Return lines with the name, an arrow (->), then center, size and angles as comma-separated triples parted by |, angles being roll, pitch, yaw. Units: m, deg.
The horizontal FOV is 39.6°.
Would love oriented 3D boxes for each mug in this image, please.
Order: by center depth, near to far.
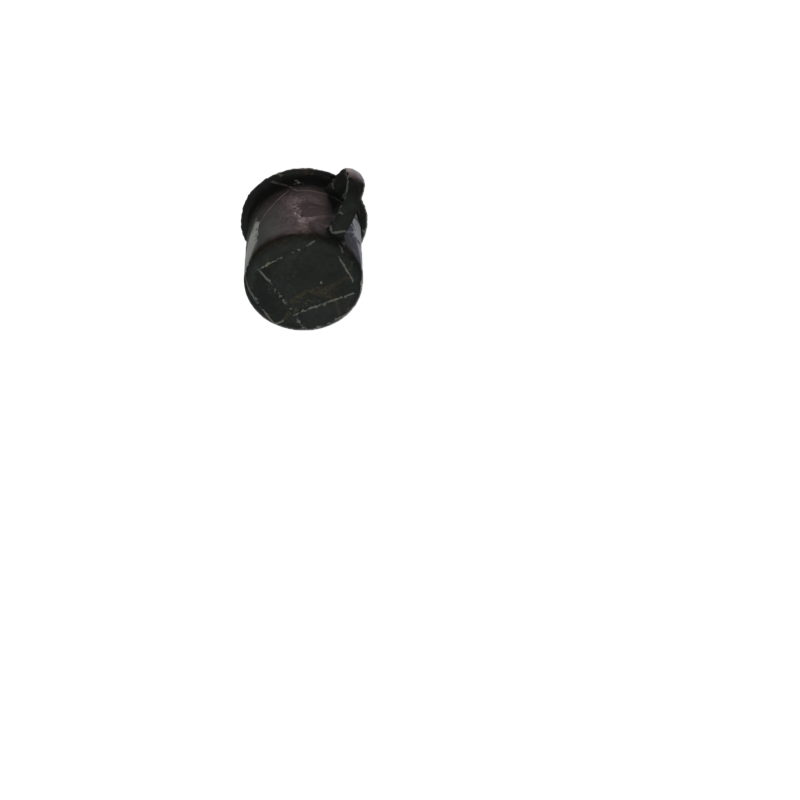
mug -> -0.061, -0.110, 0.774 | 0.089, 0.114, 0.087 | 29, 32, -23
